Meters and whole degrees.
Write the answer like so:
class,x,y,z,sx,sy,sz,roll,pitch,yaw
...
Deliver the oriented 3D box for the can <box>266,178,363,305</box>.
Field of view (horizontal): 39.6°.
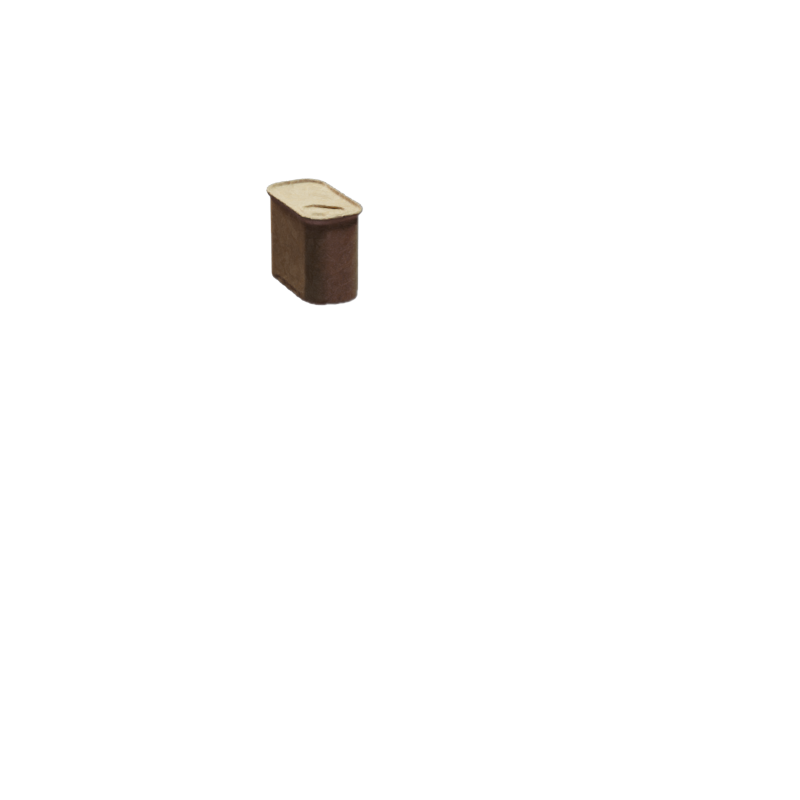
class,x,y,z,sx,sy,sz,roll,pitch,yaw
can,-0.076,-0.139,0.976,0.056,0.080,0.109,-12,29,-27
